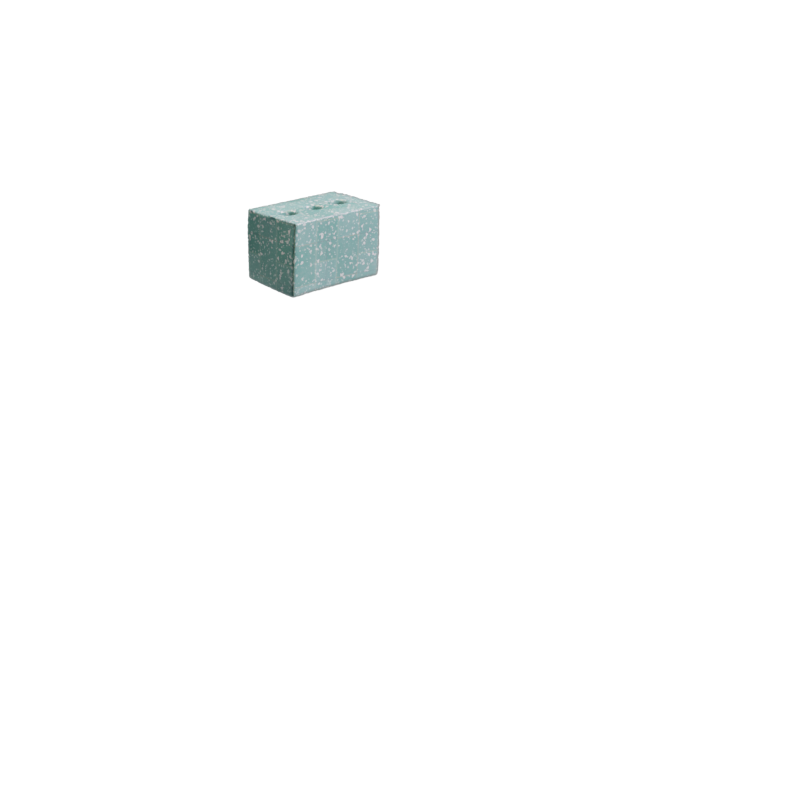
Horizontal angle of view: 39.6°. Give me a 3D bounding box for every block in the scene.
[{"bbox_3d":[-0.060,-0.109,0.761,0.077,0.049,0.056,-19,29,-39],"label":"block"}]
